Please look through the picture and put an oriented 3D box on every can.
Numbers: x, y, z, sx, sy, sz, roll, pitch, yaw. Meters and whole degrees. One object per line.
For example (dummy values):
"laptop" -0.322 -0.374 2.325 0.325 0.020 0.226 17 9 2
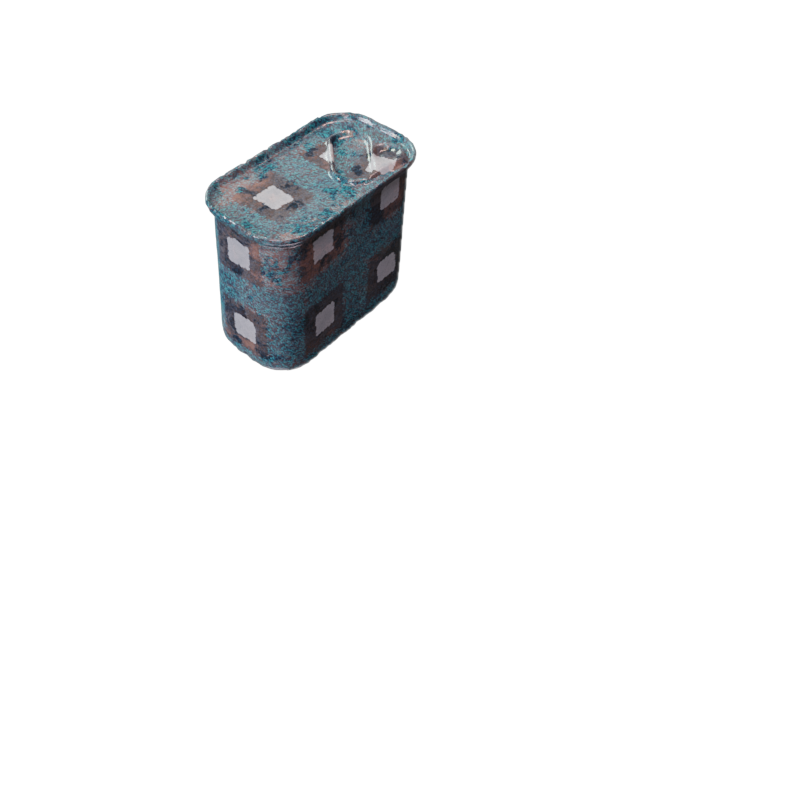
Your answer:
"can" -0.041 -0.075 0.527 0.061 0.078 0.103 31 51 26
